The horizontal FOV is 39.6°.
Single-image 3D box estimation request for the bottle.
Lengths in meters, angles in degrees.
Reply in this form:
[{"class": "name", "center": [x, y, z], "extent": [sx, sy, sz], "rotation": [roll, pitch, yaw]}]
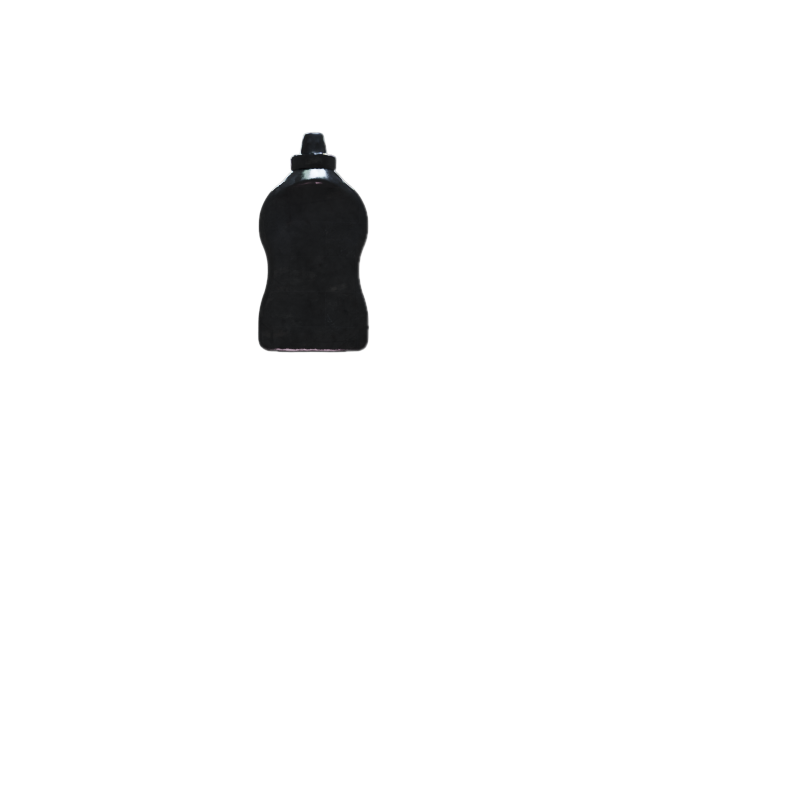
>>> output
[{"class": "bottle", "center": [-0.076, -0.139, 0.971], "extent": [0.096, 0.193, 0.058], "rotation": [0, -3, -1]}]
